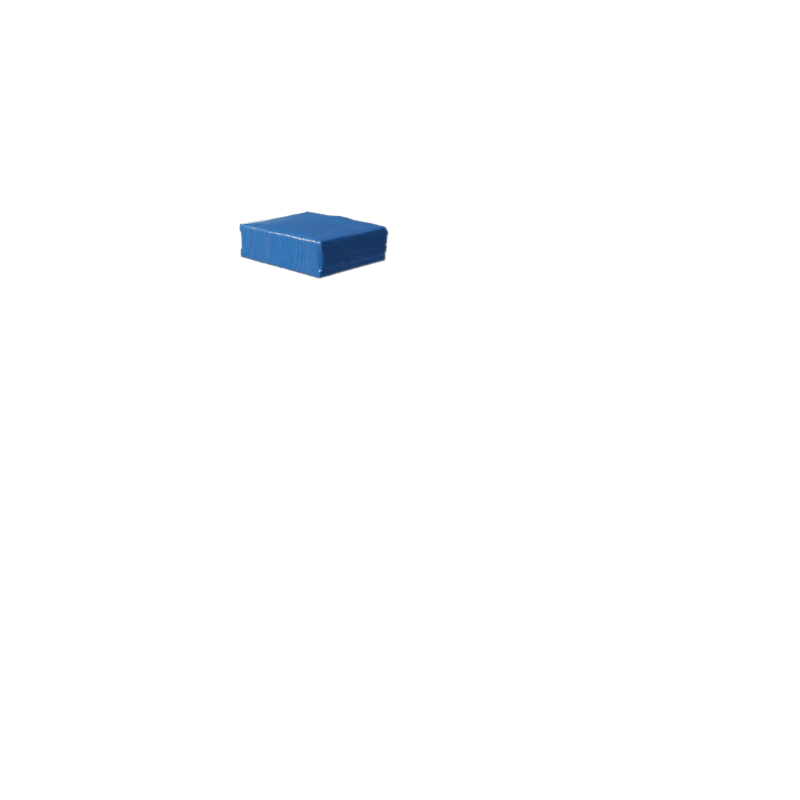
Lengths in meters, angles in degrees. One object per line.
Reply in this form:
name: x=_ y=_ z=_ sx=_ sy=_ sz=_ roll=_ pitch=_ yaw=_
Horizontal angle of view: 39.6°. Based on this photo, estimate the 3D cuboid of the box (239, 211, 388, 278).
box: x=-0.066 y=-0.120 z=0.839 sx=0.094 sy=0.029 sz=0.072 roll=18 pitch=26 yaw=40
